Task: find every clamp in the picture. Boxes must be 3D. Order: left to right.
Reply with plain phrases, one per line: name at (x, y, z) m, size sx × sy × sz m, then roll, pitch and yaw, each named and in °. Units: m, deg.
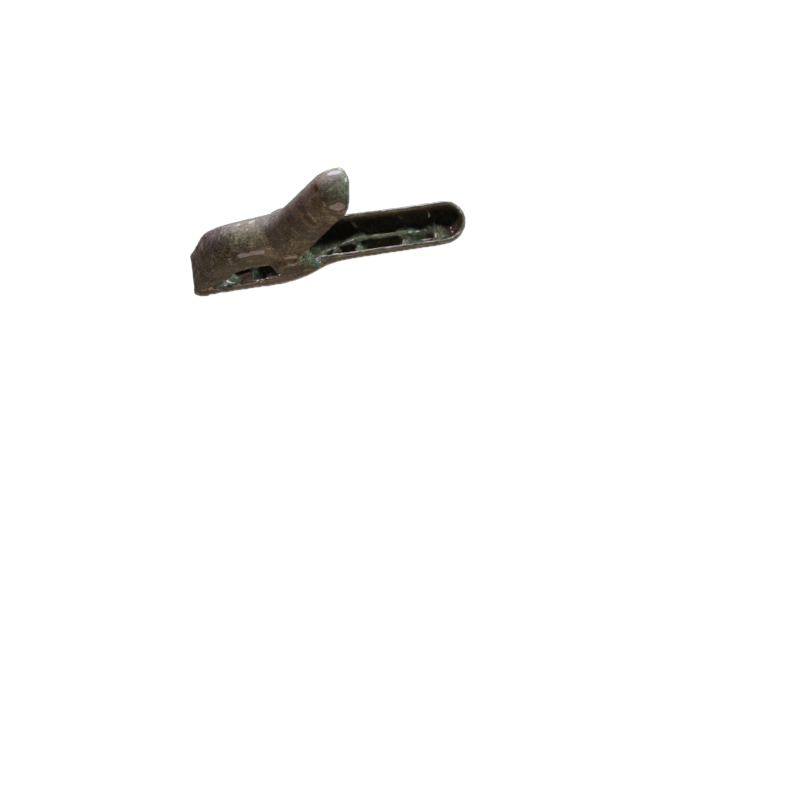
clamp at (-0.051, -0.092, 0.647) m, size 0.114 × 0.041 × 0.175 m, roll 10°, pitch -15°, yaw -42°
